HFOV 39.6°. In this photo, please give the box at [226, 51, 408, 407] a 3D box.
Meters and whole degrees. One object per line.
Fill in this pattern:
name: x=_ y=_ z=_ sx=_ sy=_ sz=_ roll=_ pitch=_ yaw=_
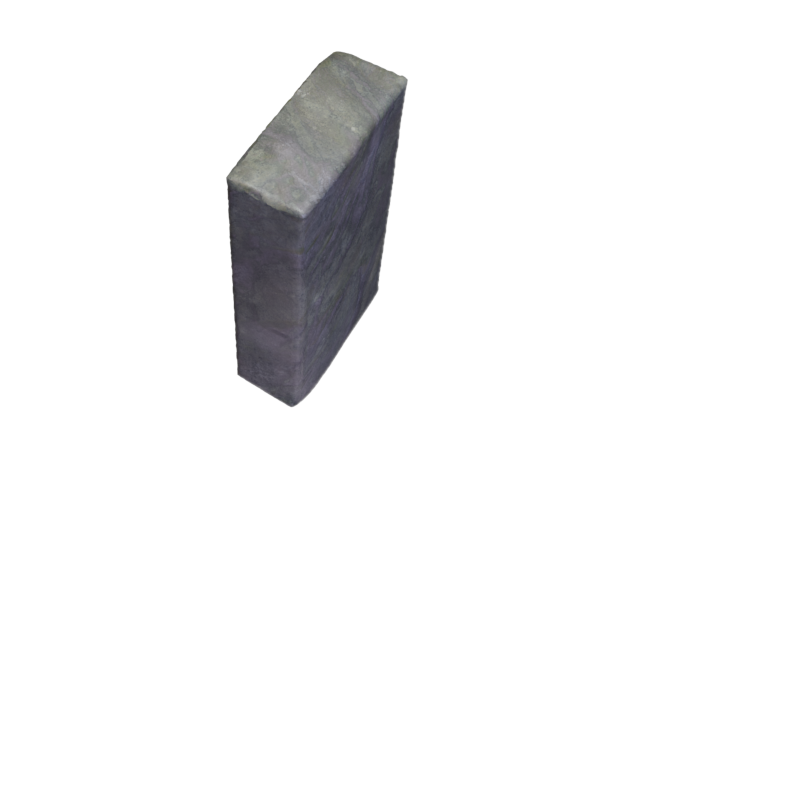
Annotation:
box: x=-0.043 y=-0.078 z=0.543 sx=0.050 sy=0.096 sz=0.165 roll=26 pitch=-29 yaw=11
